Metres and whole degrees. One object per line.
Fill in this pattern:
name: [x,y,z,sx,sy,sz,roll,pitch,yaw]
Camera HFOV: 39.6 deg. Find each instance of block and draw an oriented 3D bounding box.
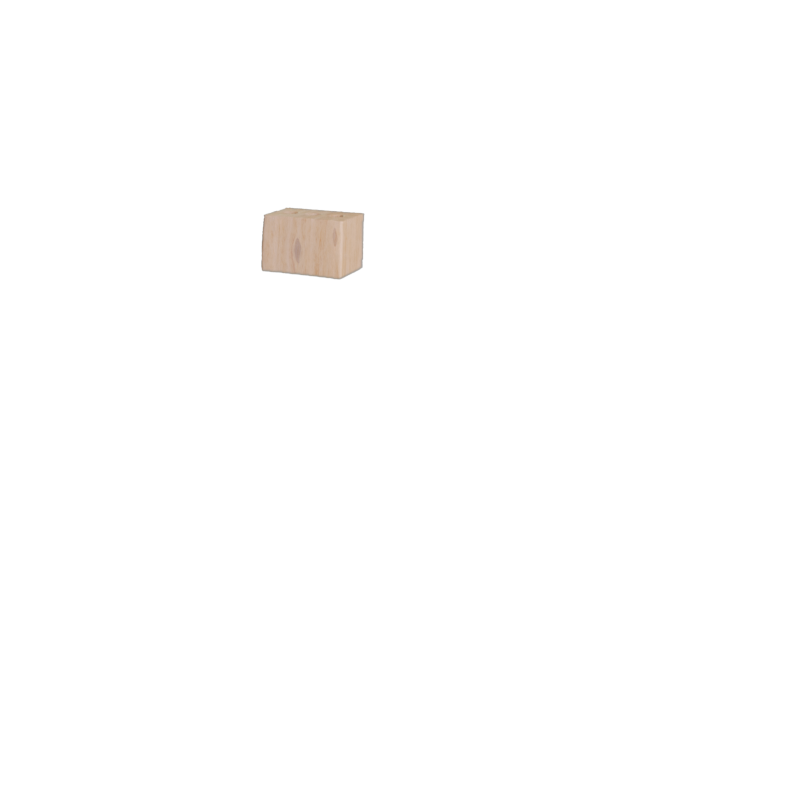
block: [-0.076,-0.139,0.977,0.081,0.050,0.053,7,17,22]
